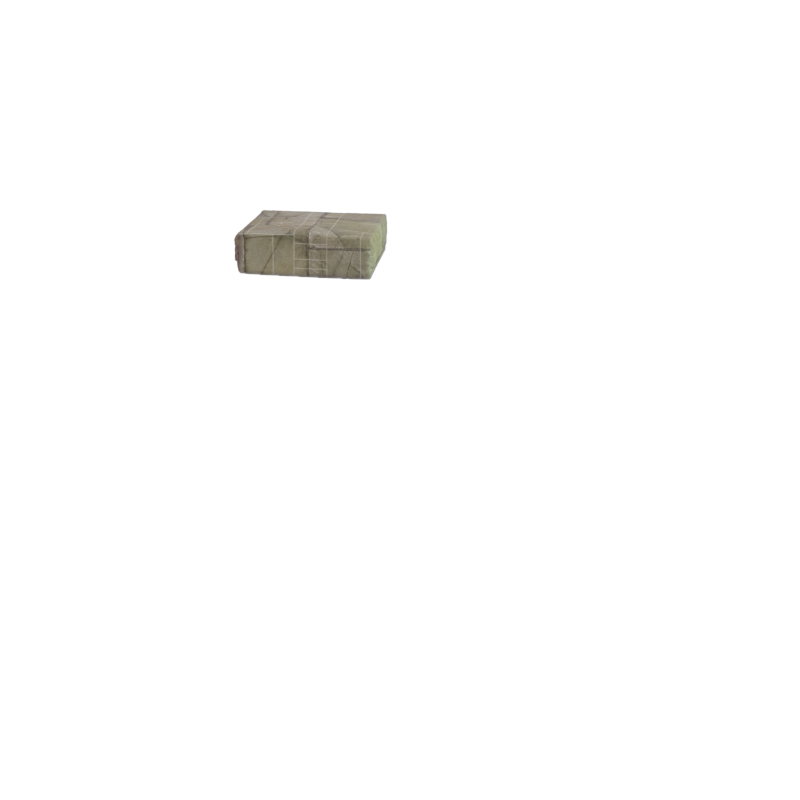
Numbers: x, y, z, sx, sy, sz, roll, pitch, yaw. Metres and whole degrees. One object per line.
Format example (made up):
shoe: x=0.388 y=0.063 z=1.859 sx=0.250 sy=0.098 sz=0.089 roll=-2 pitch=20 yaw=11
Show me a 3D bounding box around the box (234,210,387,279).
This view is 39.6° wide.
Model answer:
box: x=-0.057 y=-0.104 z=0.729 sx=0.090 sy=0.029 sz=0.075 roll=3 pitch=20 yaw=9
